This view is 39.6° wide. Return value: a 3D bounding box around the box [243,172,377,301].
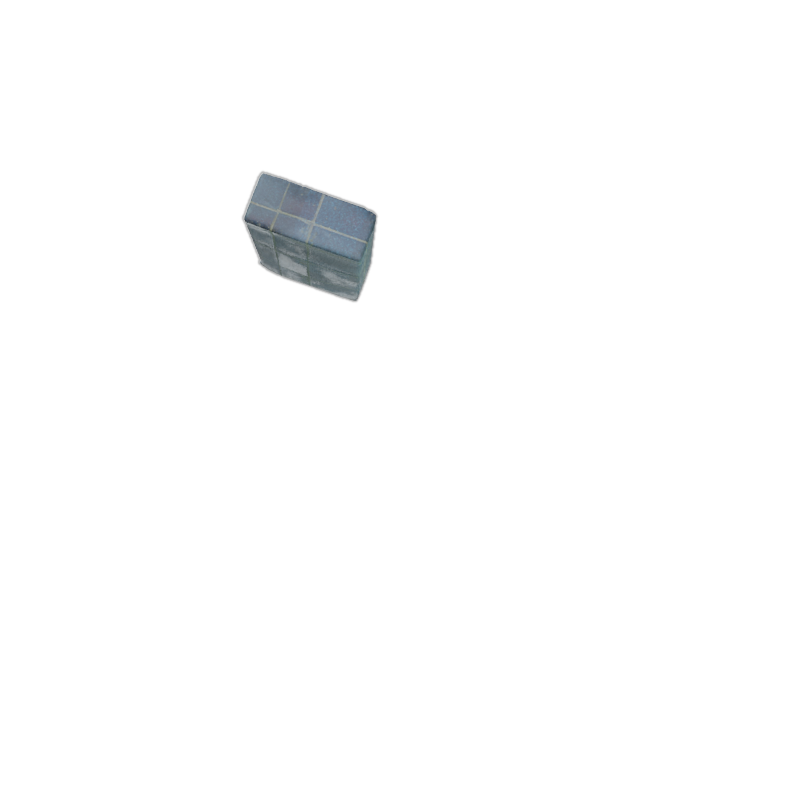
[{"bbox_3d":[-0.069,-0.126,0.881,0.094,0.049,0.172,21,-8,0],"label":"box"}]
